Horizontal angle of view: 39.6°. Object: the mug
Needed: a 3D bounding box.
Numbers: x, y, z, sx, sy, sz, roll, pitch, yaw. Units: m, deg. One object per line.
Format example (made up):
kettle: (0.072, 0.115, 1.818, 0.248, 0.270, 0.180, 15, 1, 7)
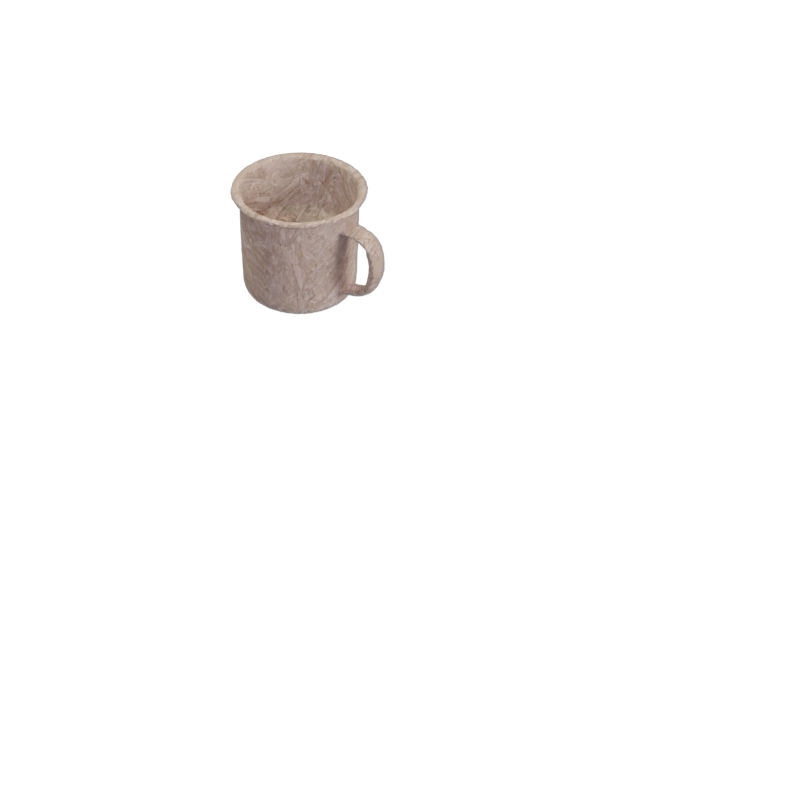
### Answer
mug: (-0.060, -0.110, 0.768, 0.123, 0.076, 0.095, 25, 45, 26)
